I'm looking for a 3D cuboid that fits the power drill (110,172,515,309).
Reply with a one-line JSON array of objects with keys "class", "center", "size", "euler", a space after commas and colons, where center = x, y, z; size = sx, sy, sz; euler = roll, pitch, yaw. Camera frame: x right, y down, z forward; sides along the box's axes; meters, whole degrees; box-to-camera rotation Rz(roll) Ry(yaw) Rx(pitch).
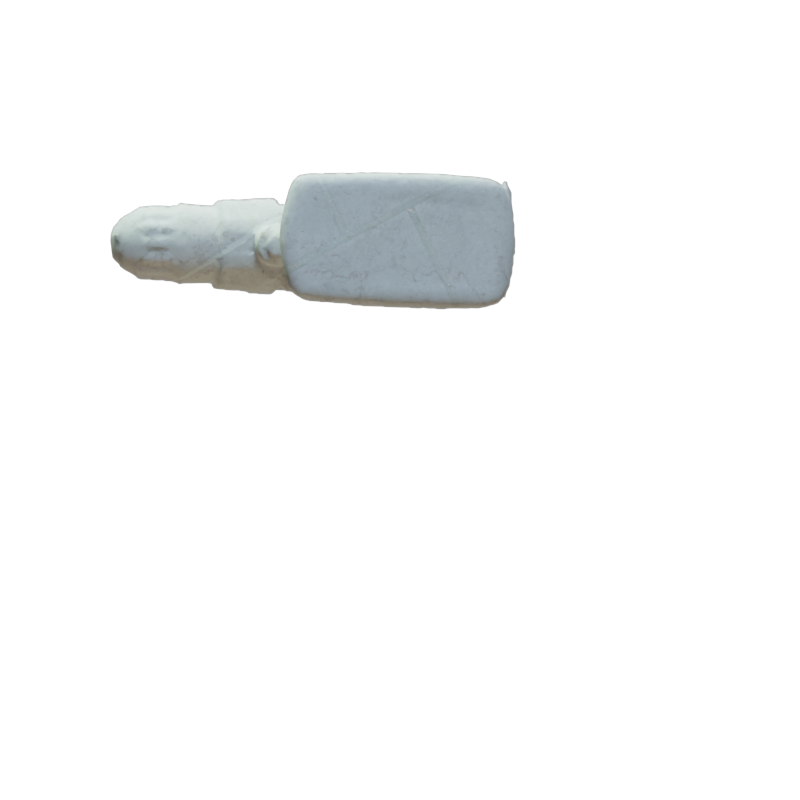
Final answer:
[{"class": "power drill", "center": [-0.042, -0.077, 0.541], "size": [0.181, 0.057, 0.193], "euler": [-2, 8, -17]}]
